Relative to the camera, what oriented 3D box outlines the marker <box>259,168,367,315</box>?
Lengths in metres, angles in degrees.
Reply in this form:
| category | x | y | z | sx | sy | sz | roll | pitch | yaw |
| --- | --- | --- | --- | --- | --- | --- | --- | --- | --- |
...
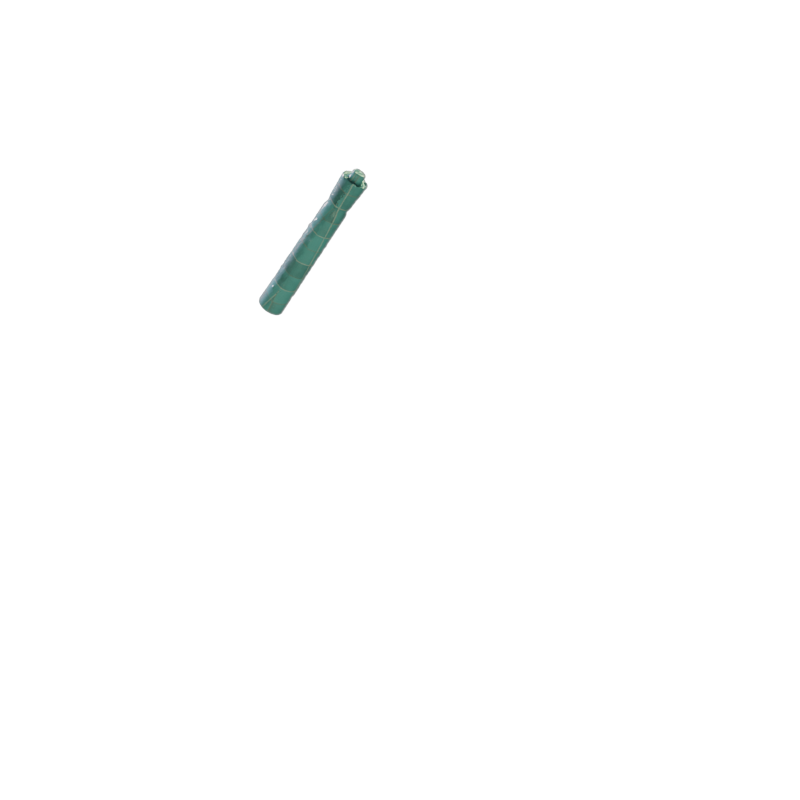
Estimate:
| category | x | y | z | sx | sy | sz | roll | pitch | yaw |
| --- | --- | --- | --- | --- | --- | --- | --- | --- | --- |
| marker | -0.058 | -0.106 | 0.742 | 0.019 | 0.117 | 0.021 | 27 | 30 | -20 |
